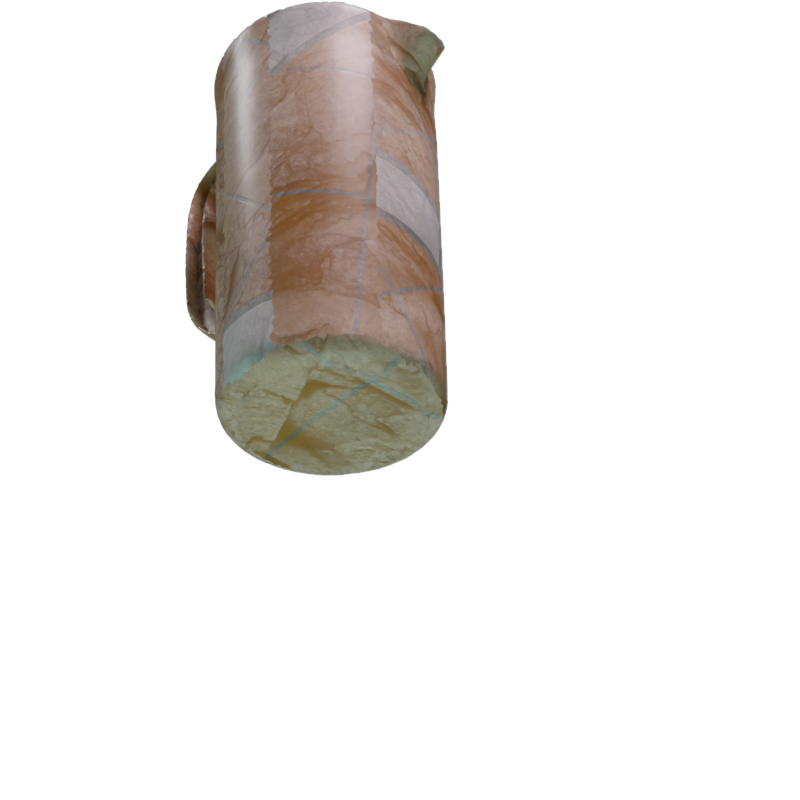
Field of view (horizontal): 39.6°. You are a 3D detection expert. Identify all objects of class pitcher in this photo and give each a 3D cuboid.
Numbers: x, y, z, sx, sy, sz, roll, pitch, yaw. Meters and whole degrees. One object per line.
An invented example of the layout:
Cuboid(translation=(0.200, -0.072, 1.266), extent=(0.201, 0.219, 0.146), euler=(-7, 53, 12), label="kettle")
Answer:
Cuboid(translation=(-0.046, -0.085, 0.593), extent=(0.144, 0.261, 0.140), euler=(2, -40, -6), label="pitcher")
